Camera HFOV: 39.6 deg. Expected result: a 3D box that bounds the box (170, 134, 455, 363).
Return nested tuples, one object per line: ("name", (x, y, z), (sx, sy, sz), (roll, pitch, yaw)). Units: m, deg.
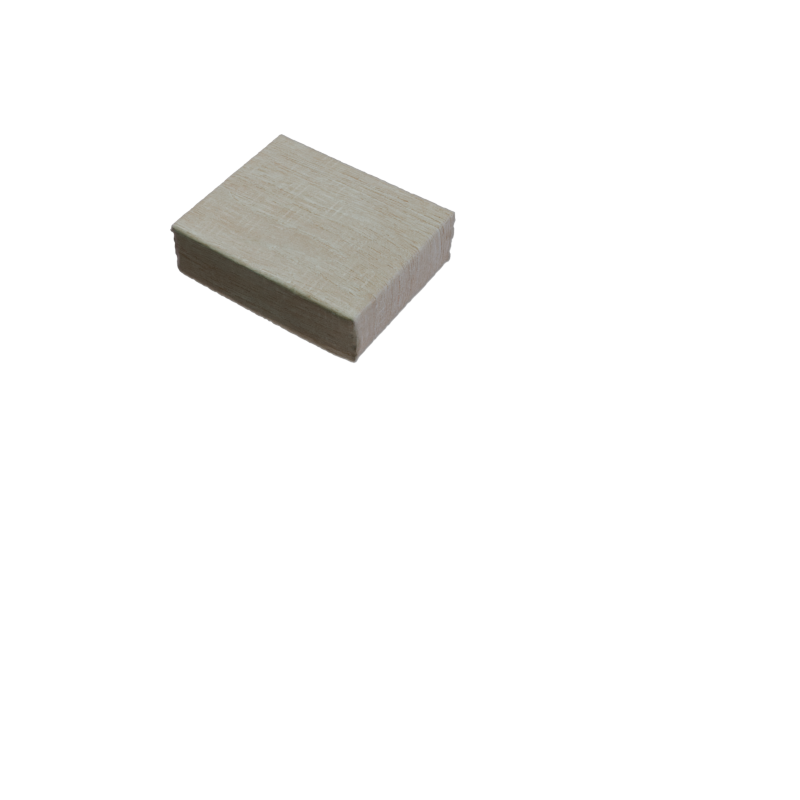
("box", (-0.044, -0.079, 0.555), (0.119, 0.036, 0.092), (28, 55, 22))
